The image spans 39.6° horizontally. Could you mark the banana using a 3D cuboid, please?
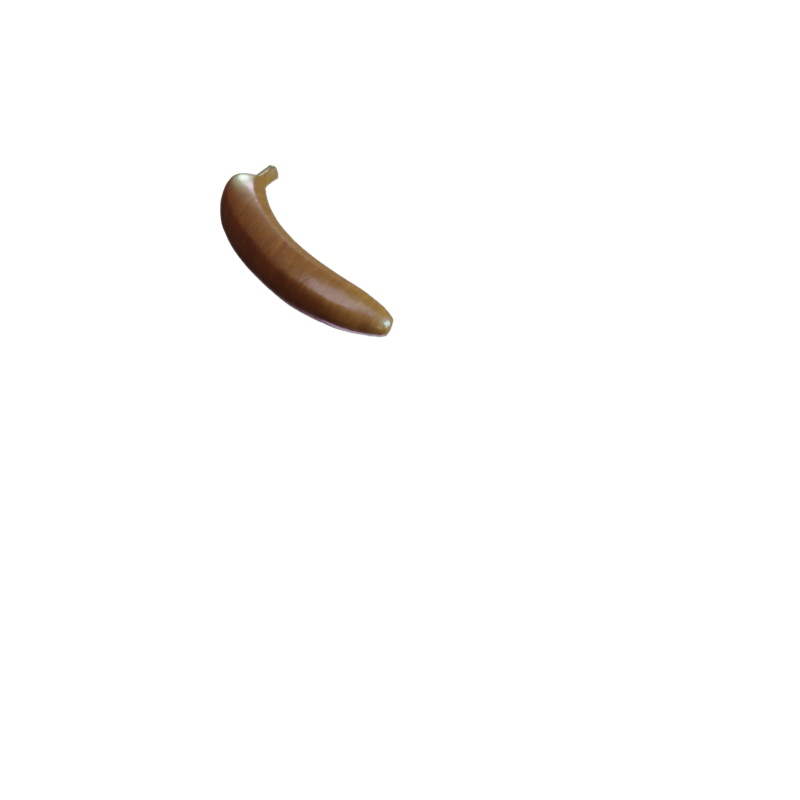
[{"bbox_3d":[-0.079,-0.108,0.775,0.069,0.034,0.214,-20,49,-19],"label":"banana"}]
